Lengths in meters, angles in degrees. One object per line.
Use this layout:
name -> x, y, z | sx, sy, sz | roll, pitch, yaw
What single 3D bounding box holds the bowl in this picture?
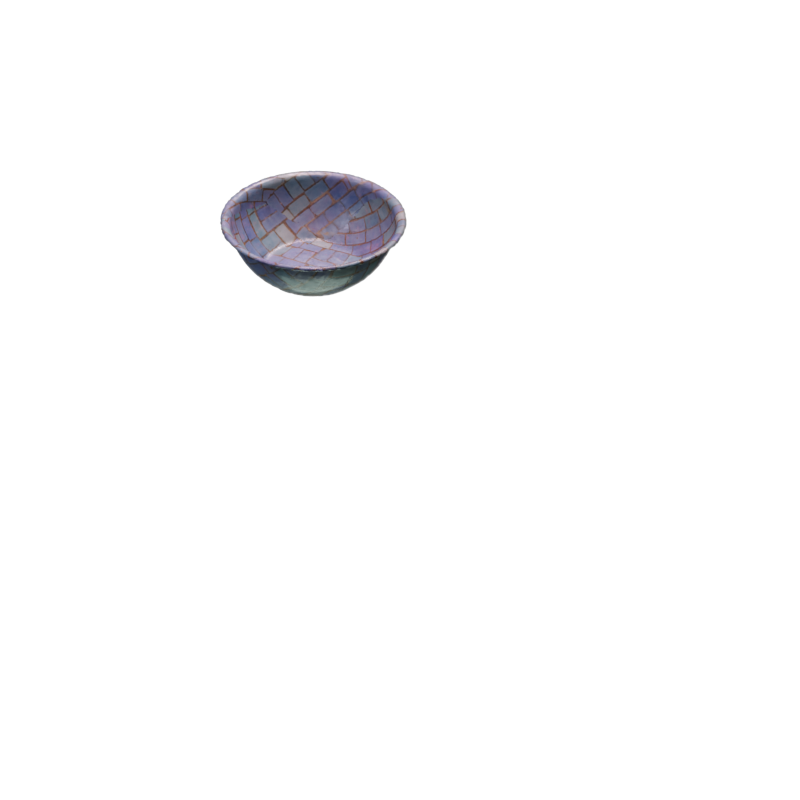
bowl -> -0.076, -0.139, 0.977 | 0.162, 0.051, 0.173 | -1, 38, -2
